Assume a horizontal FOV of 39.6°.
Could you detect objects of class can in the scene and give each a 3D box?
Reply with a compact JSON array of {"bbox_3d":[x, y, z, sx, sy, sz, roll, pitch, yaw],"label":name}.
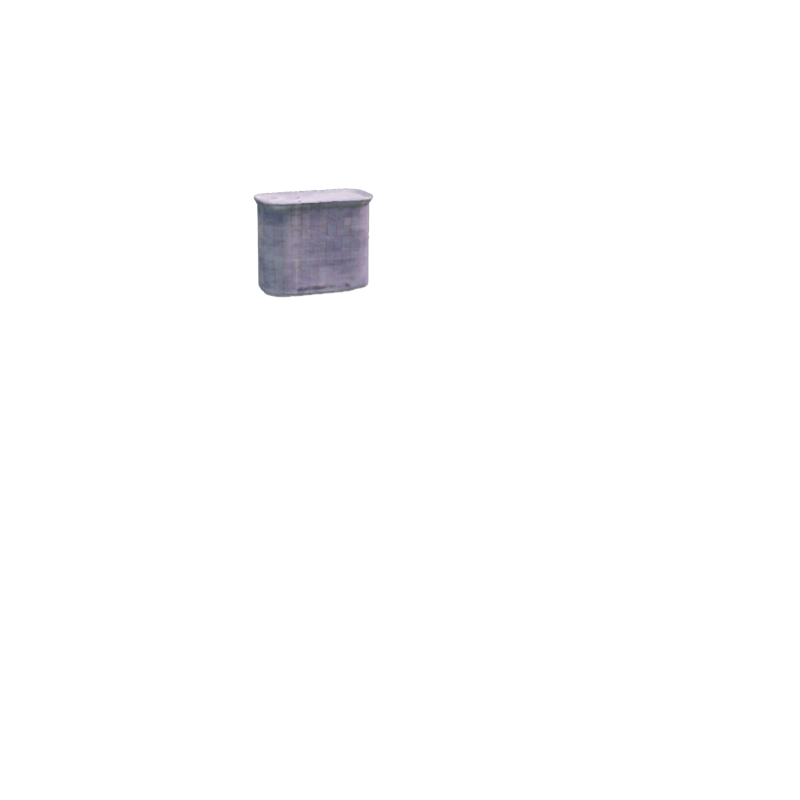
[{"bbox_3d":[-0.077,-0.140,0.978,0.100,0.081,0.061,-6,16,-20],"label":"can"}]
